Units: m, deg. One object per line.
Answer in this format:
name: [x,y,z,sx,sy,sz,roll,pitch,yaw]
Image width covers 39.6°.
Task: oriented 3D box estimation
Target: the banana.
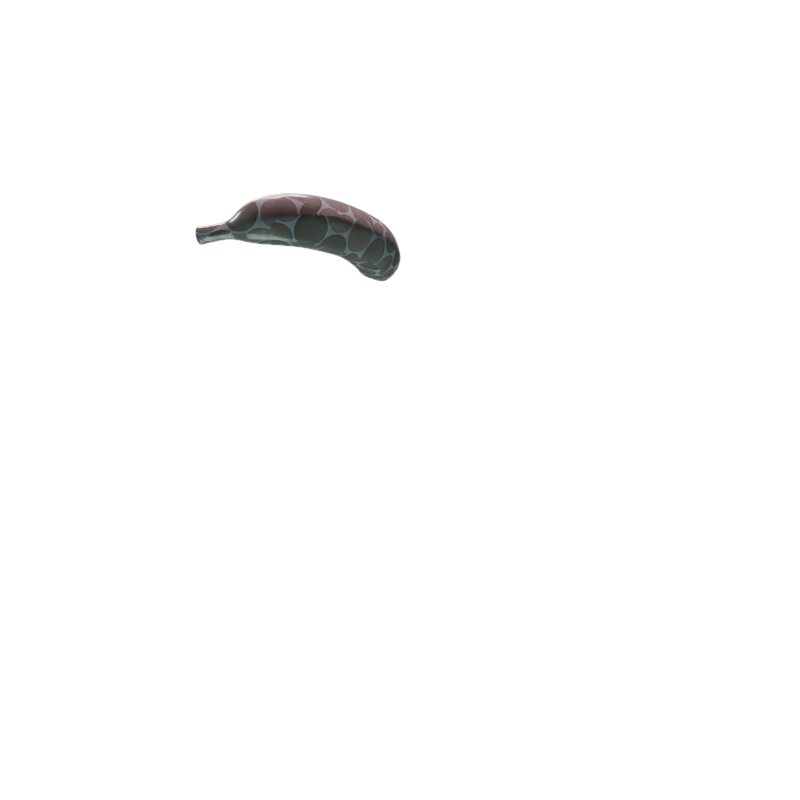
banana: [-0.050,-0.115,0.777,0.071,0.038,0.188,-7,-9,40]
